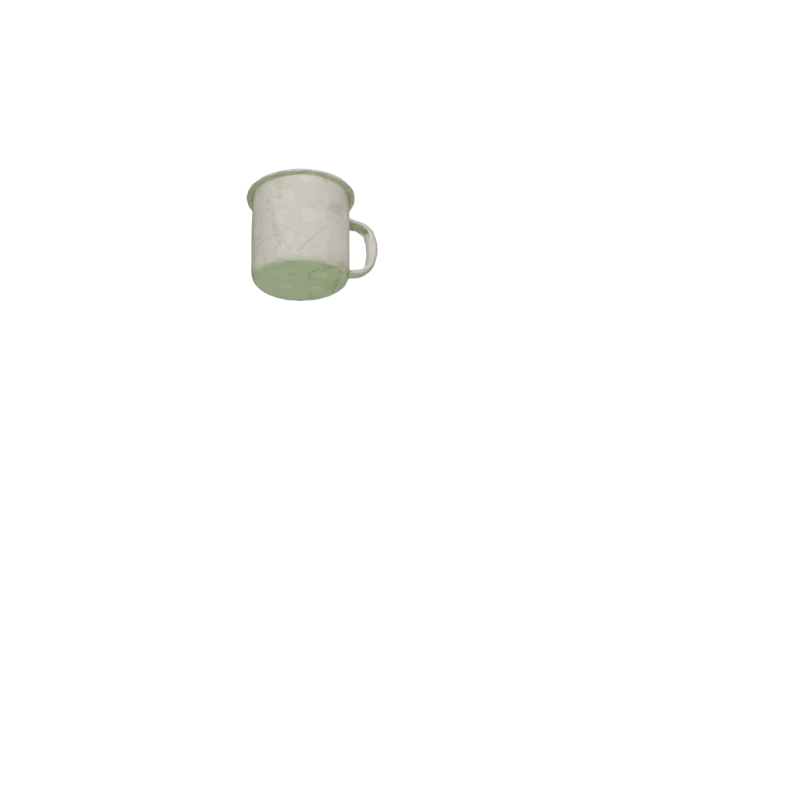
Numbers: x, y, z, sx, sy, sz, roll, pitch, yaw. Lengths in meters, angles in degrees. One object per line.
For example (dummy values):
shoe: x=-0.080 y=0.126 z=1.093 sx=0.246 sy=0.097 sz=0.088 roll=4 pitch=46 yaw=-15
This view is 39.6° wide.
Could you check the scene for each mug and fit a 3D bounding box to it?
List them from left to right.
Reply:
mug: x=-0.073 y=-0.134 z=0.935 sx=0.112 sy=0.086 sz=0.092 roll=12 pitch=-28 yaw=-25
